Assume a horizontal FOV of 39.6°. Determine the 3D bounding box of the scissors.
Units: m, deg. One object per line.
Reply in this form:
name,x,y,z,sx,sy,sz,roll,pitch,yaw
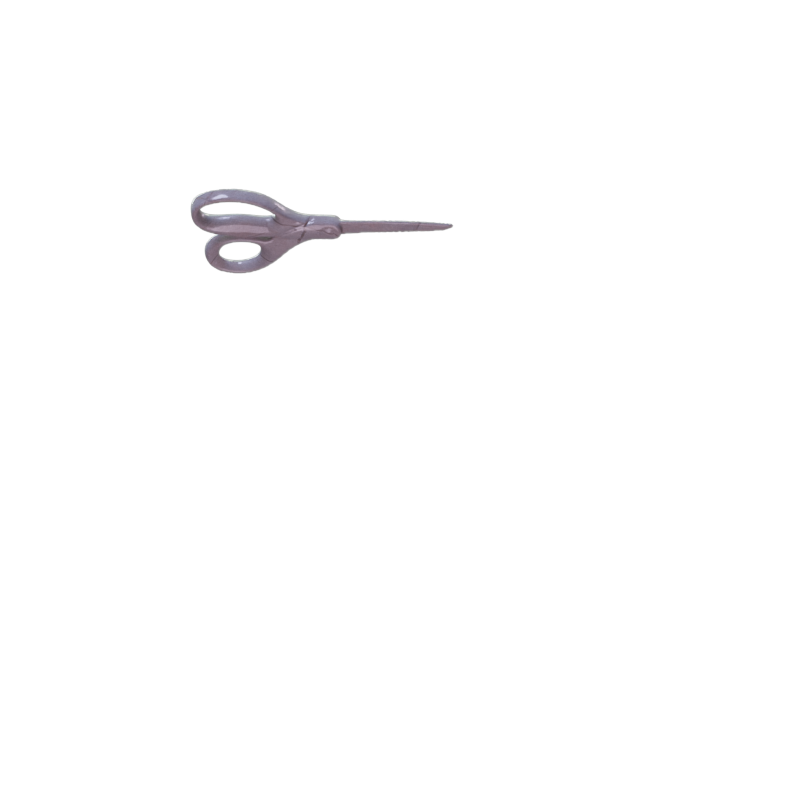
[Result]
scissors,-0.069,-0.125,0.879,0.198,0.017,0.092,9,-37,-12
